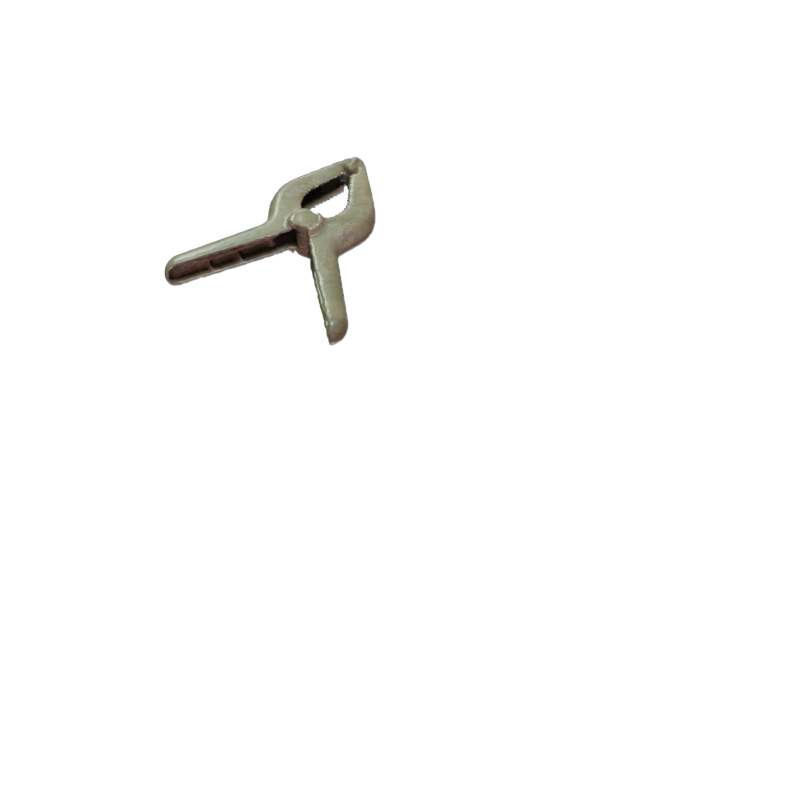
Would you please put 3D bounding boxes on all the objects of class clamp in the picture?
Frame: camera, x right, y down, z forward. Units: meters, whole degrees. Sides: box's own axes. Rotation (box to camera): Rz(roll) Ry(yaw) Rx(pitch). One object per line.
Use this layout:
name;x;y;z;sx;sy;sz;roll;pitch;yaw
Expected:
clamp;-0.074;-0.134;0.941;0.173;0.034;0.215;25;51;22
